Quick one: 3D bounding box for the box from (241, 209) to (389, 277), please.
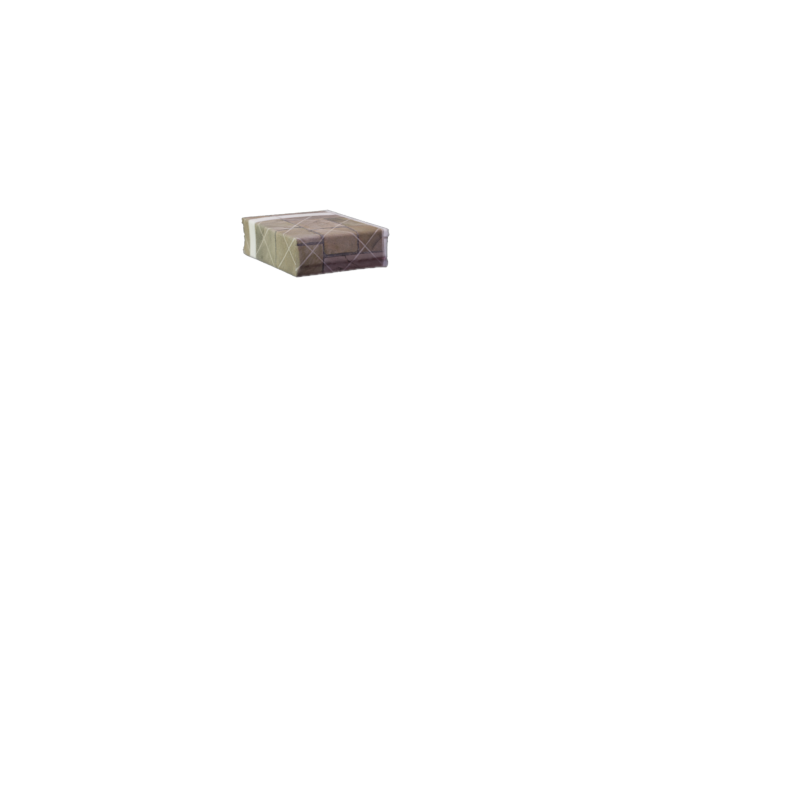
[{"bbox_3d":[-0.076,-0.138,0.967,0.087,0.038,0.120,-9,18,-29],"label":"box"}]
